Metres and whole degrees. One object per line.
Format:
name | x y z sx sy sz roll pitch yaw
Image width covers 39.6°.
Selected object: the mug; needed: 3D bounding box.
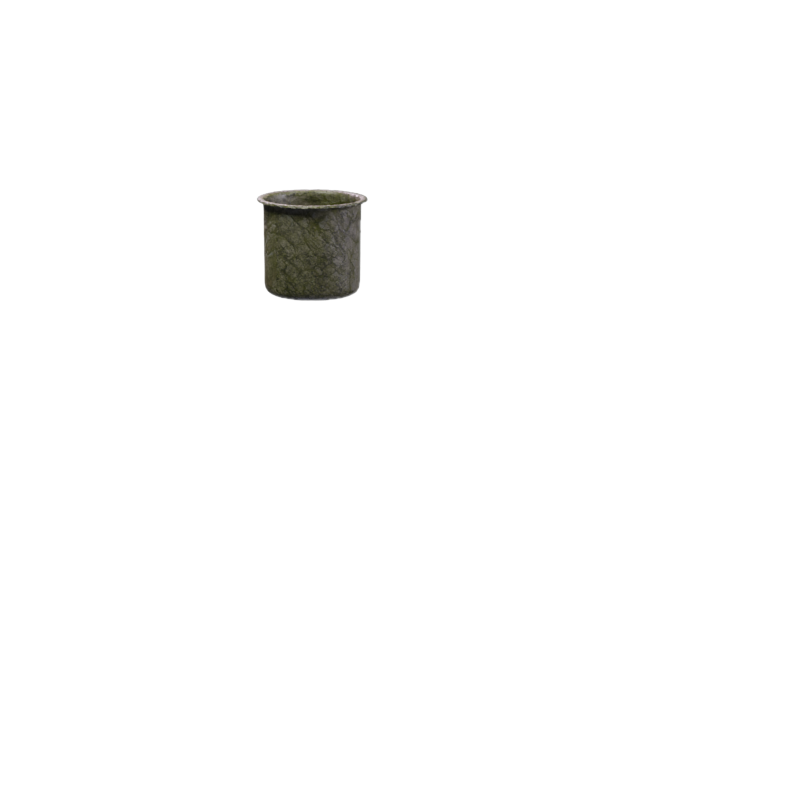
mug | -0.074 -0.136 0.951 0.093 0.079 0.121 1 17 1
